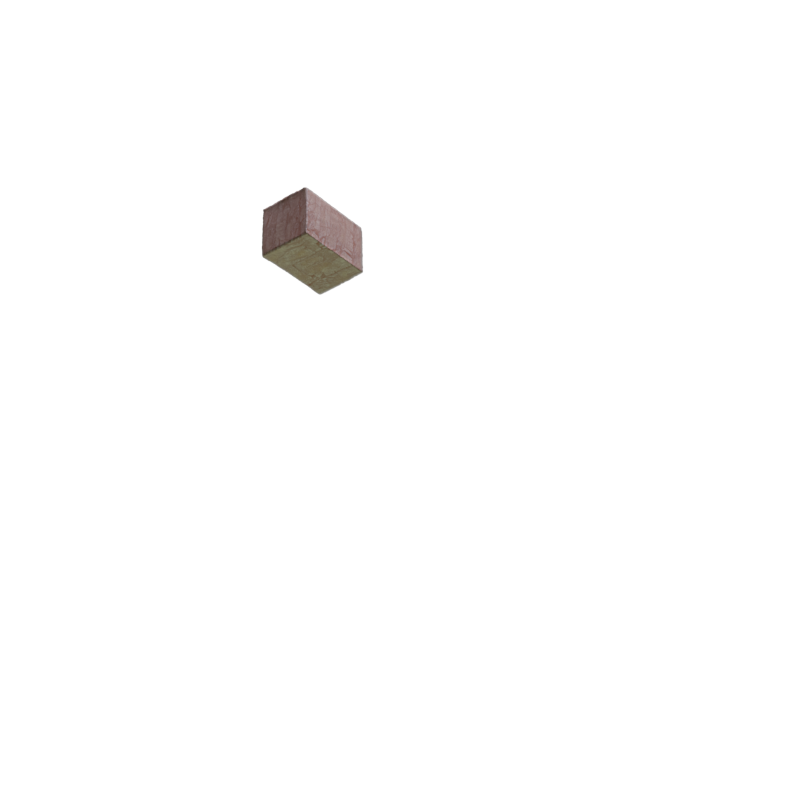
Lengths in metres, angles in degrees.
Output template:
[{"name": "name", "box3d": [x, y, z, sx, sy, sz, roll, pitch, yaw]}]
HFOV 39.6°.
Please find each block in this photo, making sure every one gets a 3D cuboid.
[{"name": "block", "box3d": [-0.075, -0.138, 0.964, 0.053, 0.055, 0.072, -25, -40, 31]}]
